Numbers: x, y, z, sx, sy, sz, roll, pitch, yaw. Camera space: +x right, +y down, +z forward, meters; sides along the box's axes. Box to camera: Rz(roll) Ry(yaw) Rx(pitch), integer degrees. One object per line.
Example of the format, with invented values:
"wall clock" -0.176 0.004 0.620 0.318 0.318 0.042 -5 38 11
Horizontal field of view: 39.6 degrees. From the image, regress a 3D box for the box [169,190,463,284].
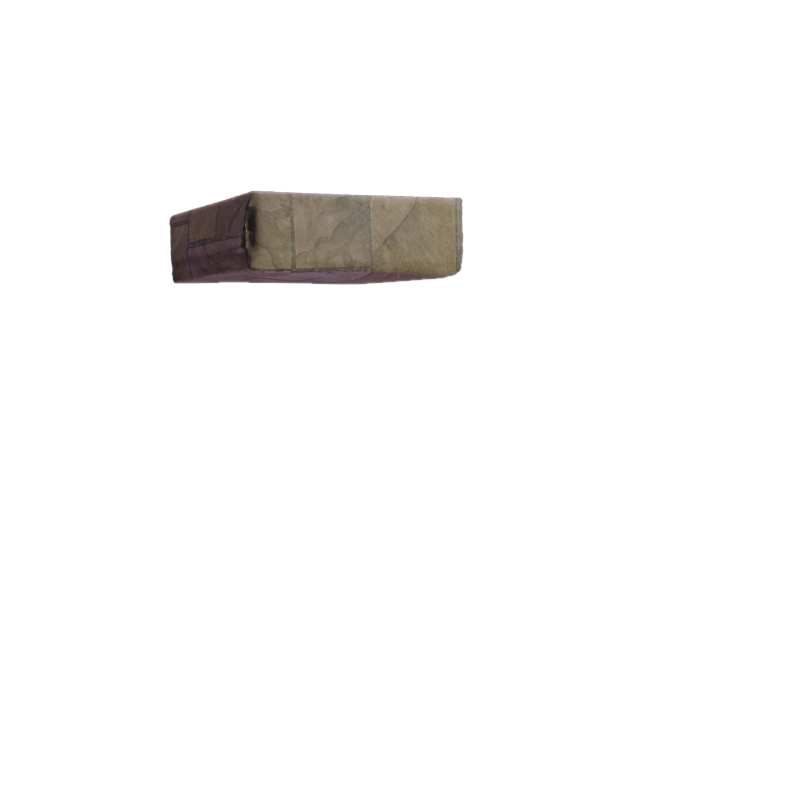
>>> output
"box" -0.041 -0.074 0.521 0.109 0.039 0.093 -1 2 -31
